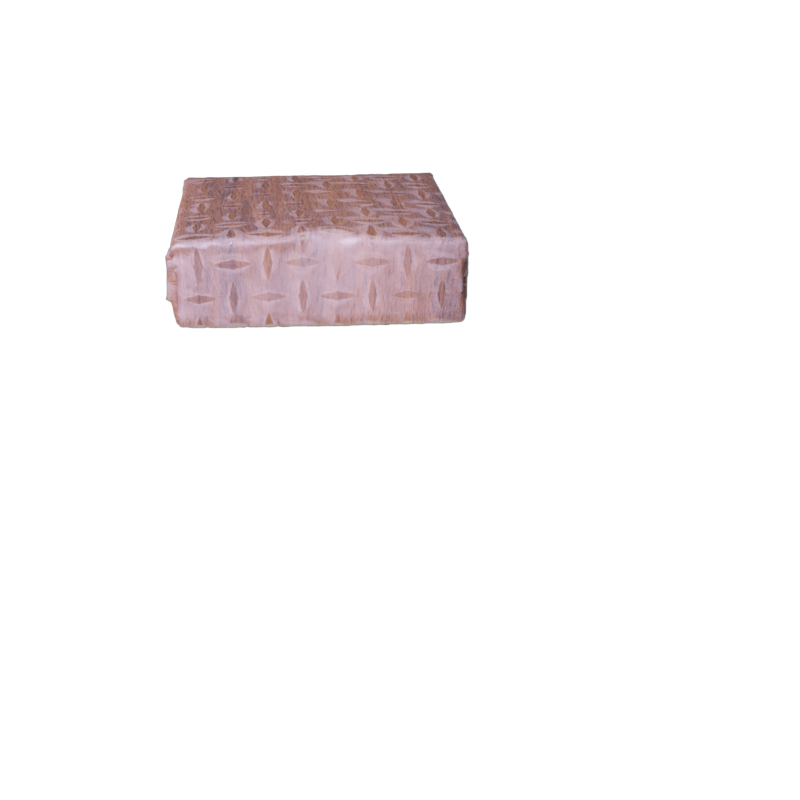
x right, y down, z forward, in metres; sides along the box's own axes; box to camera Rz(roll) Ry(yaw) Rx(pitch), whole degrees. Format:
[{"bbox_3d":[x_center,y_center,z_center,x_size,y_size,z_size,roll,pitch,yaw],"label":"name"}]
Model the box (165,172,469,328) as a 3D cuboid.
[{"bbox_3d":[-0.028,-0.051,0.356,0.089,0.029,0.077,-2,25,-4],"label":"box"}]
